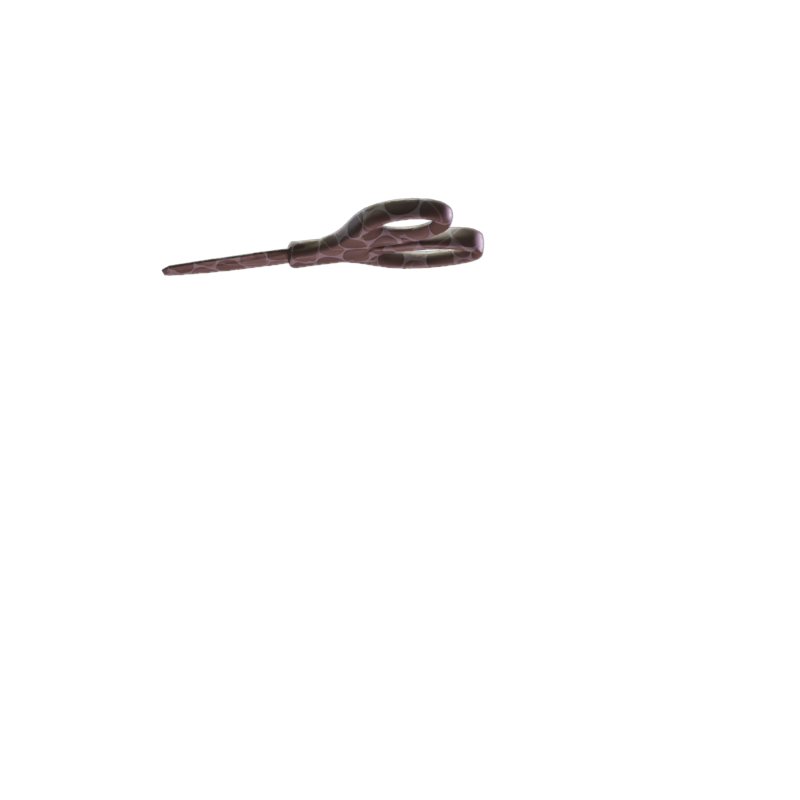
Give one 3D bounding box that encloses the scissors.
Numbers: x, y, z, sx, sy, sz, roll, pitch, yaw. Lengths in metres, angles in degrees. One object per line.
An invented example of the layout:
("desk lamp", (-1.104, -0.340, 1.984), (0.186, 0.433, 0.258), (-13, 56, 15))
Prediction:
("scissors", (-0.051, -0.094, 0.656), (0.203, 0.016, 0.092), (-1, -14, 4))
